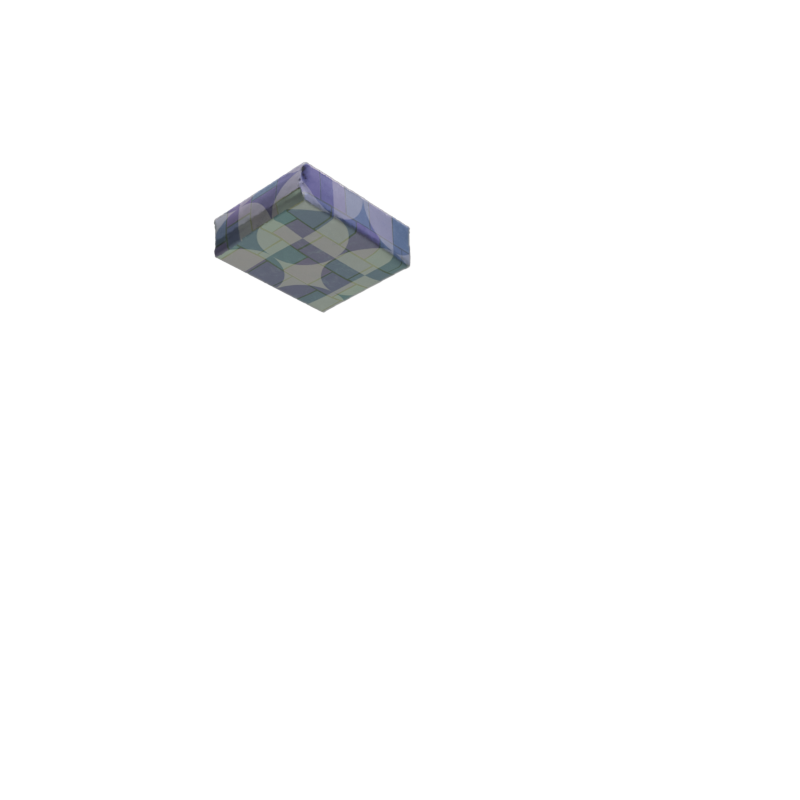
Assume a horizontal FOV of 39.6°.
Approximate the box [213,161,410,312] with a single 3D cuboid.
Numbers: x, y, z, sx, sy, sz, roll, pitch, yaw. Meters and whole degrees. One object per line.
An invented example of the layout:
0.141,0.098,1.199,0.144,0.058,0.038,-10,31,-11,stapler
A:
-0.061,-0.111,0.778,0.090,0.041,0.106,-25,-39,35,box
